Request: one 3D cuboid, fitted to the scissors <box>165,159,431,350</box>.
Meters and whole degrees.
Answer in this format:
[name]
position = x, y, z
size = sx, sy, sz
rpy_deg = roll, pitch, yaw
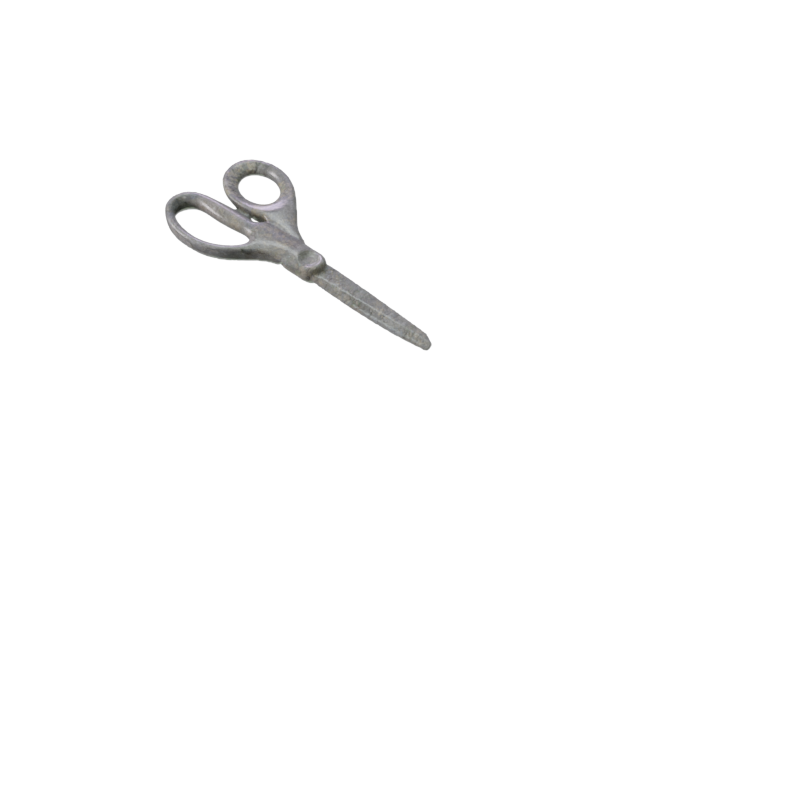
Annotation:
[scissors]
position = -0.056, -0.103, 0.721
size = 0.209, 0.100, 0.015
rpy_deg = 21, -35, 16
